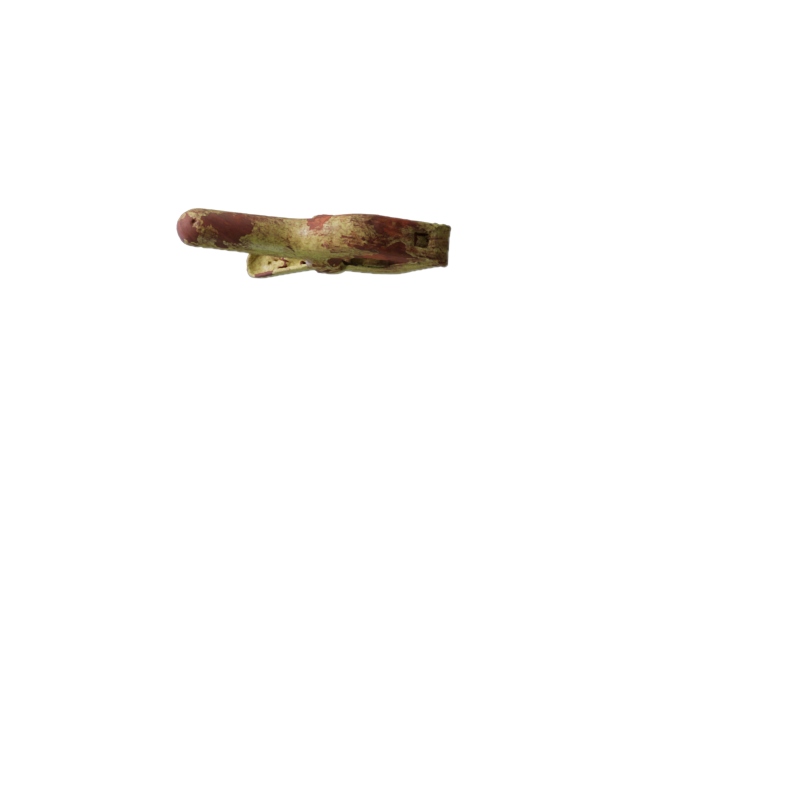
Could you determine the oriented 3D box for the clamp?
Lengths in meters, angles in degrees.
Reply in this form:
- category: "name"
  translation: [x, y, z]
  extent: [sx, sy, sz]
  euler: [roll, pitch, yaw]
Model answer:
- category: "clamp"
  translation: [-0.056, -0.103, 0.721]
  extent: [0.177, 0.040, 0.115]
  euler: [-1, -2, 28]
